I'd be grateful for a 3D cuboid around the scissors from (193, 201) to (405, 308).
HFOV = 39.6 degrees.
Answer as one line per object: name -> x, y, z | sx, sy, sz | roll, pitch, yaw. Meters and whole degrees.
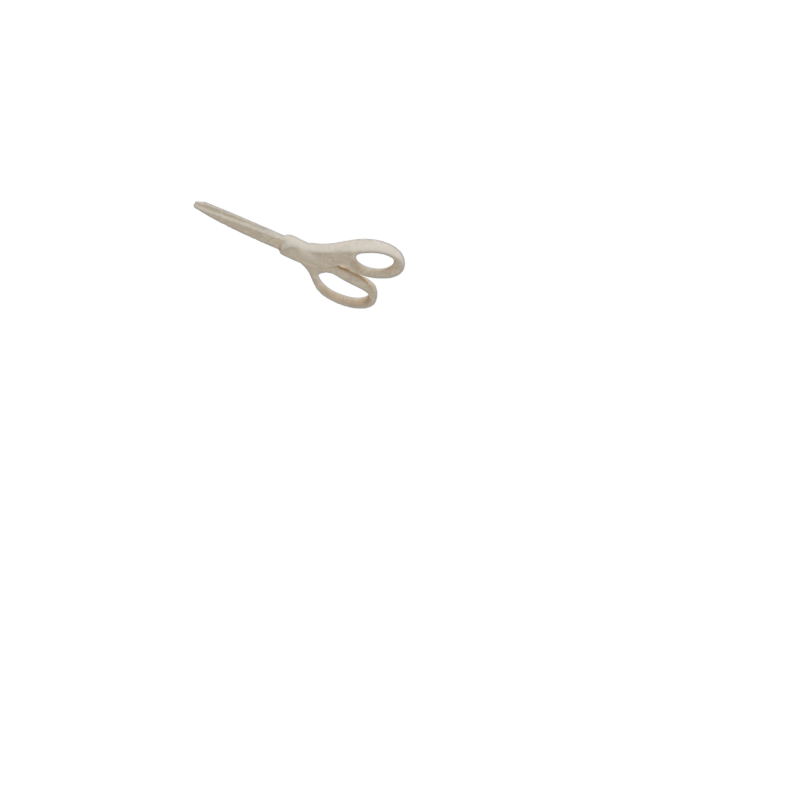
scissors -> -0.075, -0.137, 0.961 | 0.096, 0.017, 0.188 | -24, -42, 31
